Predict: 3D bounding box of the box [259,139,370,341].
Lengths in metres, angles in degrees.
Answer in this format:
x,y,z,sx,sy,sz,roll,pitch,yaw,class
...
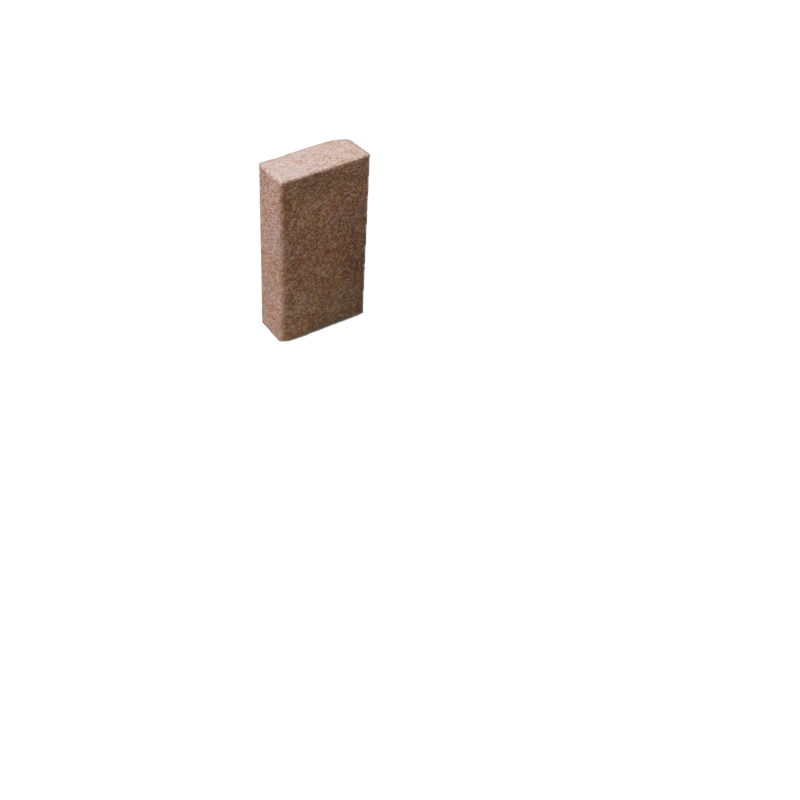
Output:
x,y,z,sx,sy,sz,roll,pitch,yaw,class
-0.078,-0.143,0.997,0.092,0.165,0.052,-21,41,-29,box
